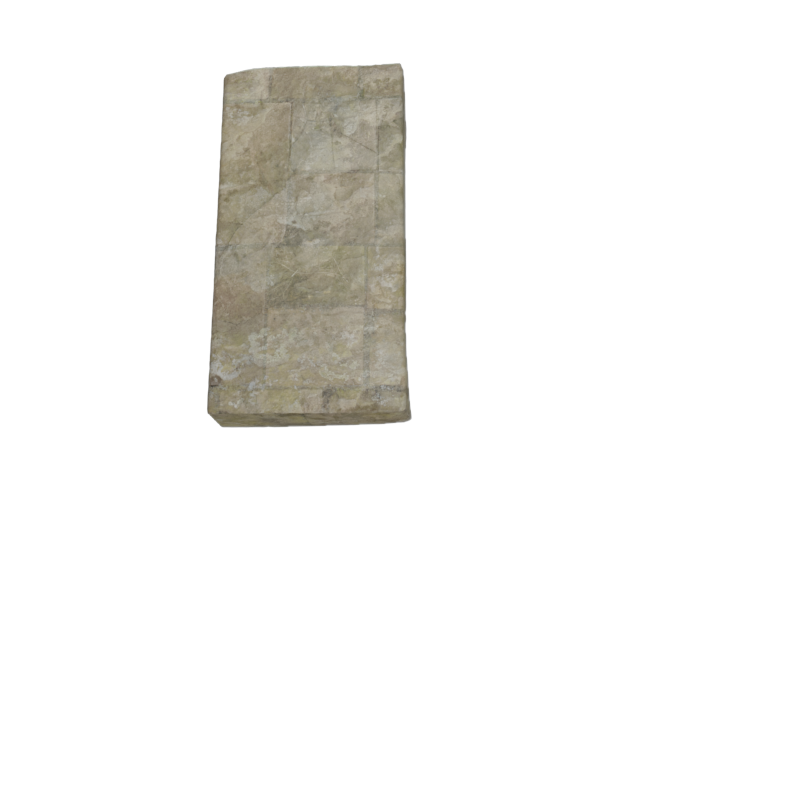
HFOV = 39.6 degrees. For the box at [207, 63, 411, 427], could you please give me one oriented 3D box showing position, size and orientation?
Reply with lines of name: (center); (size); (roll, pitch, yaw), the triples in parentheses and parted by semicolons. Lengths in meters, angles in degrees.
box: (-0.043, -0.077, 0.541); (0.094, 0.183, 0.046); (-2, -17, 5)
